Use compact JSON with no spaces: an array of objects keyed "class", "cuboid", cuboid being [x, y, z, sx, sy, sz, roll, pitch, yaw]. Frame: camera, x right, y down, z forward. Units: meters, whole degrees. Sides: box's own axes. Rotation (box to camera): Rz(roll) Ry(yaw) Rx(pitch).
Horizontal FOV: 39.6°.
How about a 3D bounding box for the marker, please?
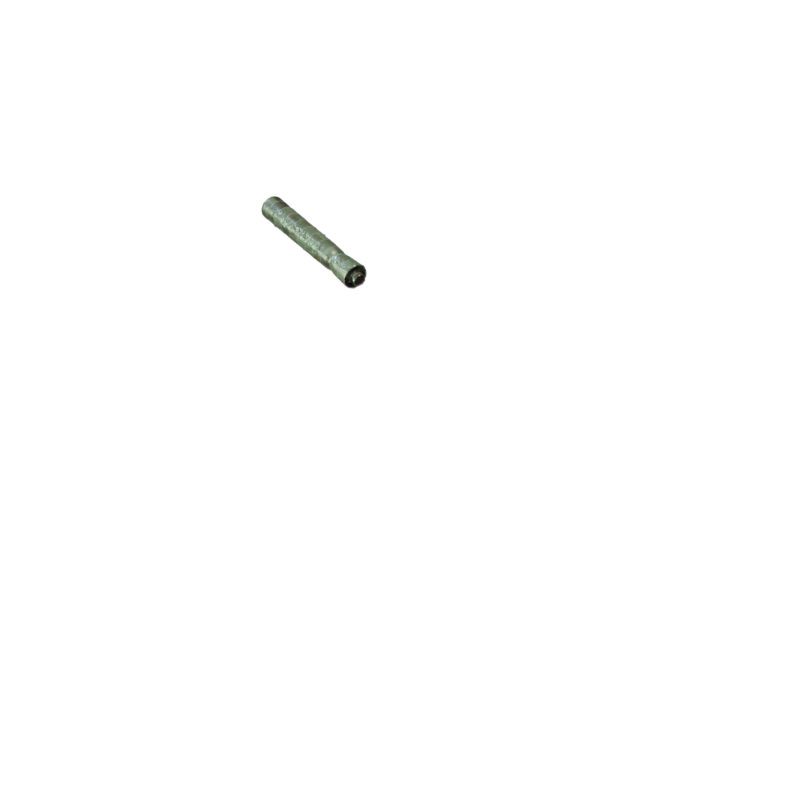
[{"class":"marker","cuboid":[-0.063,-0.114,0.799,0.019,0.019,0.130,-3,32,-37]}]
